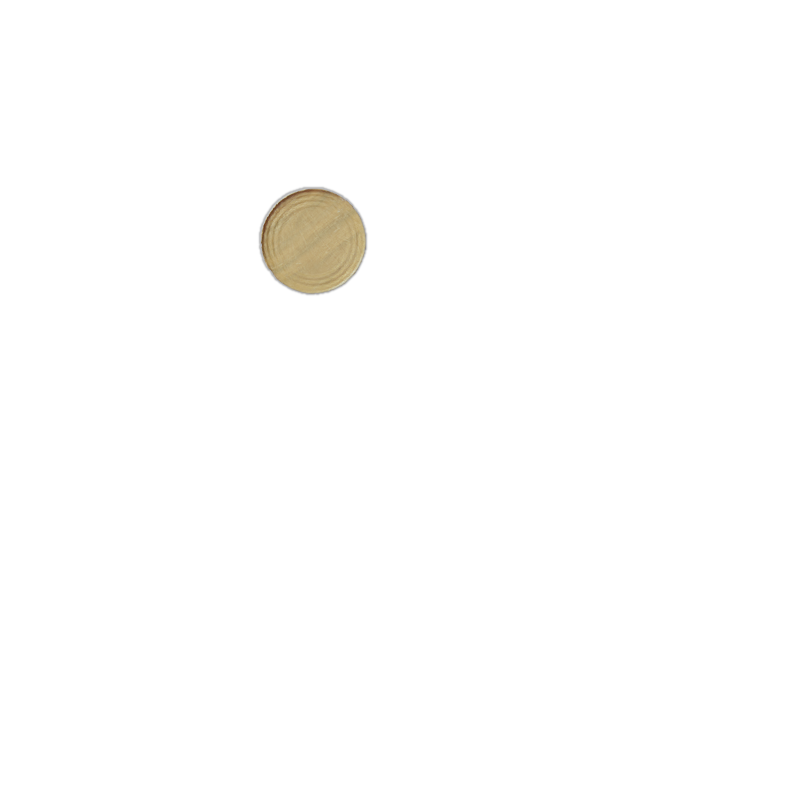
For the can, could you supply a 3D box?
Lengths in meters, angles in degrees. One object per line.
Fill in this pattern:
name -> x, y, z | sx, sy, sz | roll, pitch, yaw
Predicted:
can -> -0.071, -0.130, 0.908 | 0.086, 0.086, 0.033 | 0, -1, -1
